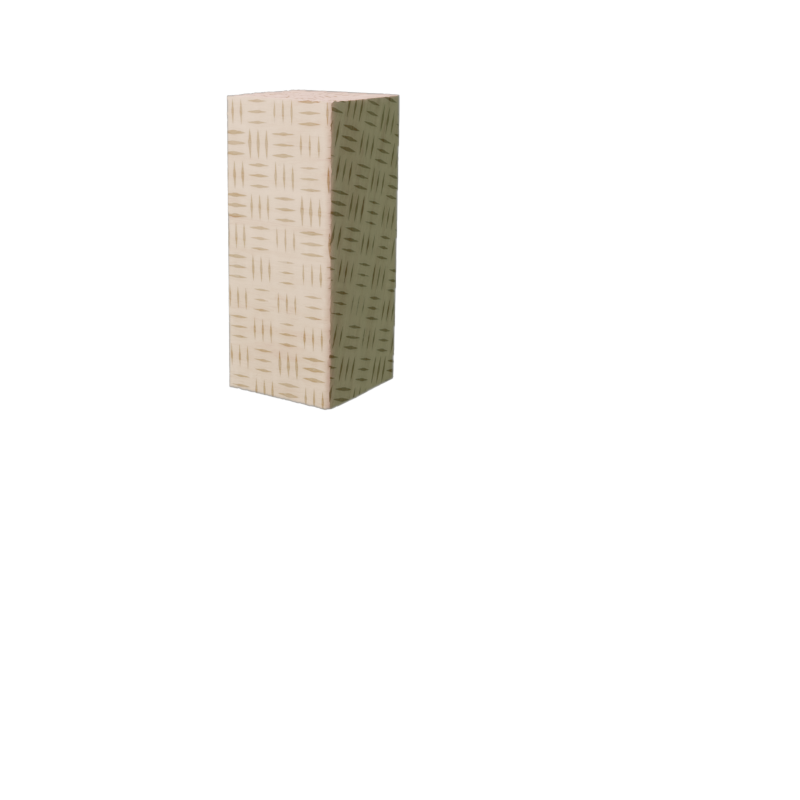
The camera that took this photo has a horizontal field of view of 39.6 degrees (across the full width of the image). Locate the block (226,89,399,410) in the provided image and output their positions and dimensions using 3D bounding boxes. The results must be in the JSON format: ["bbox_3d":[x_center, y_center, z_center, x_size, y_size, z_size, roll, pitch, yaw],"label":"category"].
[{"bbox_3d":[-0.060,-0.111,0.779,0.095,0.200,0.089,9,15,32],"label":"block"}]
